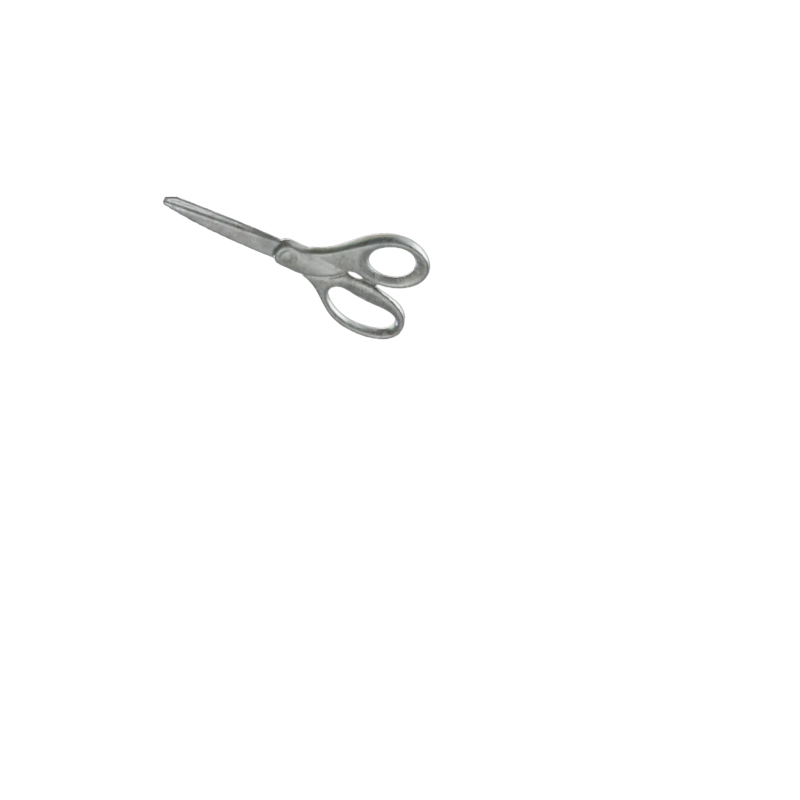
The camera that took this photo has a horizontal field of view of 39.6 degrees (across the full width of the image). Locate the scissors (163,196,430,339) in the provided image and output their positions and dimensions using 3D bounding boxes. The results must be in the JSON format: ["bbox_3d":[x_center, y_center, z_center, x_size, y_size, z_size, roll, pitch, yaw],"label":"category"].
[{"bbox_3d":[-0.062,-0.114,0.796,0.192,0.095,0.017,37,27,-22],"label":"scissors"}]
